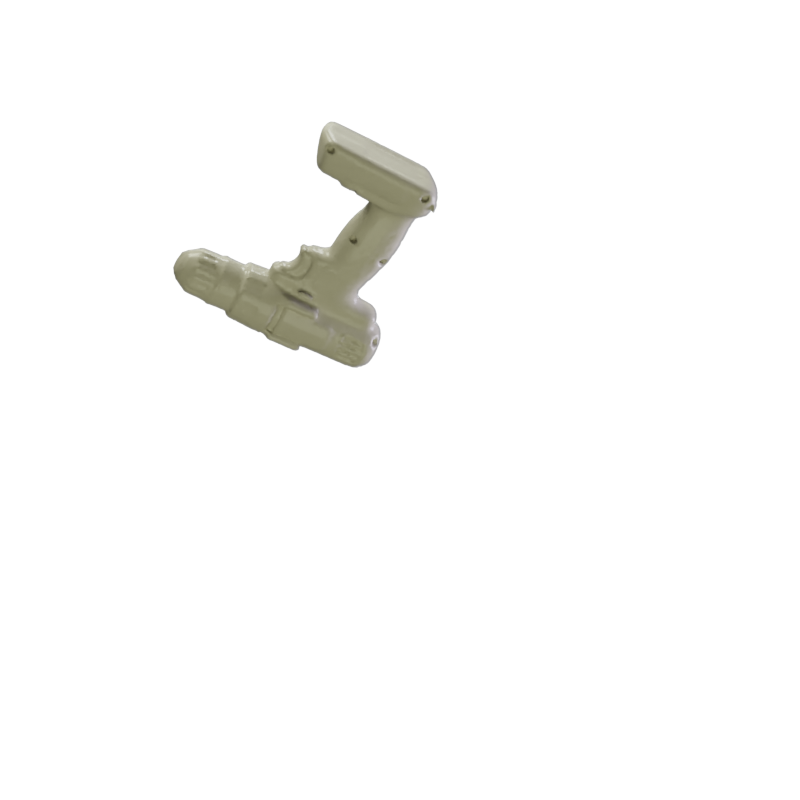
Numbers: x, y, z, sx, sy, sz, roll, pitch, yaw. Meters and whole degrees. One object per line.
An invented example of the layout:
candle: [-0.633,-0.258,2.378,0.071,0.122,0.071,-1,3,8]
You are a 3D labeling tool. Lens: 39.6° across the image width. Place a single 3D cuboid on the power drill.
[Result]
power drill: [-0.071,-0.129,0.901,0.179,0.182,0.061,24,28,-14]
